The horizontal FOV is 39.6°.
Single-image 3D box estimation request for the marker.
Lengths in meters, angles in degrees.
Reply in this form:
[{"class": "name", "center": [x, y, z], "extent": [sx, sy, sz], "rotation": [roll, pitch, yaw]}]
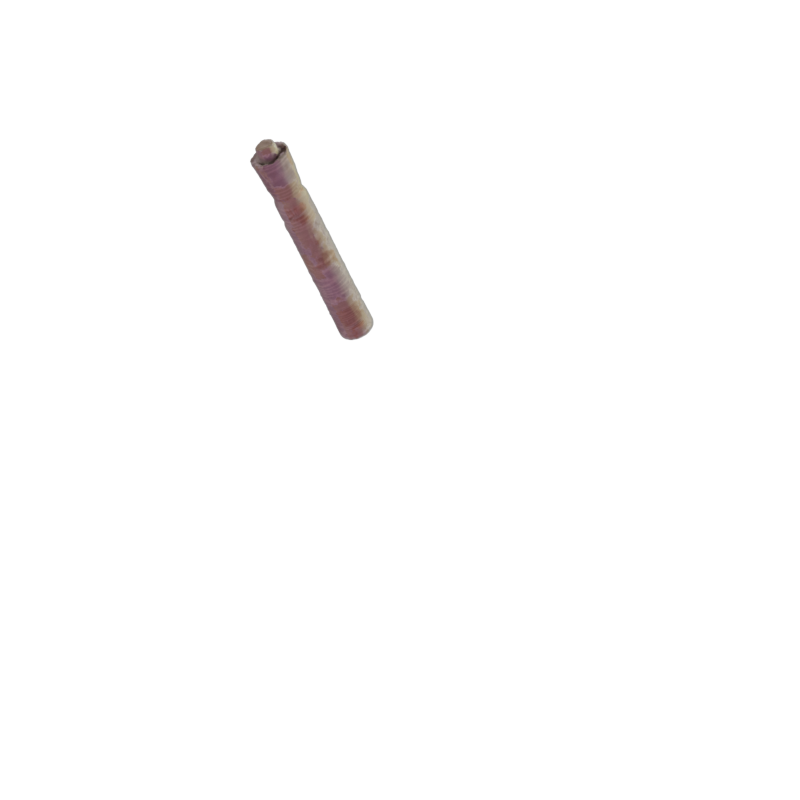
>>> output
[{"class": "marker", "center": [-0.042, -0.077, 0.540], "extent": [0.020, 0.112, 0.021], "rotation": [-17, 39, 13]}]
